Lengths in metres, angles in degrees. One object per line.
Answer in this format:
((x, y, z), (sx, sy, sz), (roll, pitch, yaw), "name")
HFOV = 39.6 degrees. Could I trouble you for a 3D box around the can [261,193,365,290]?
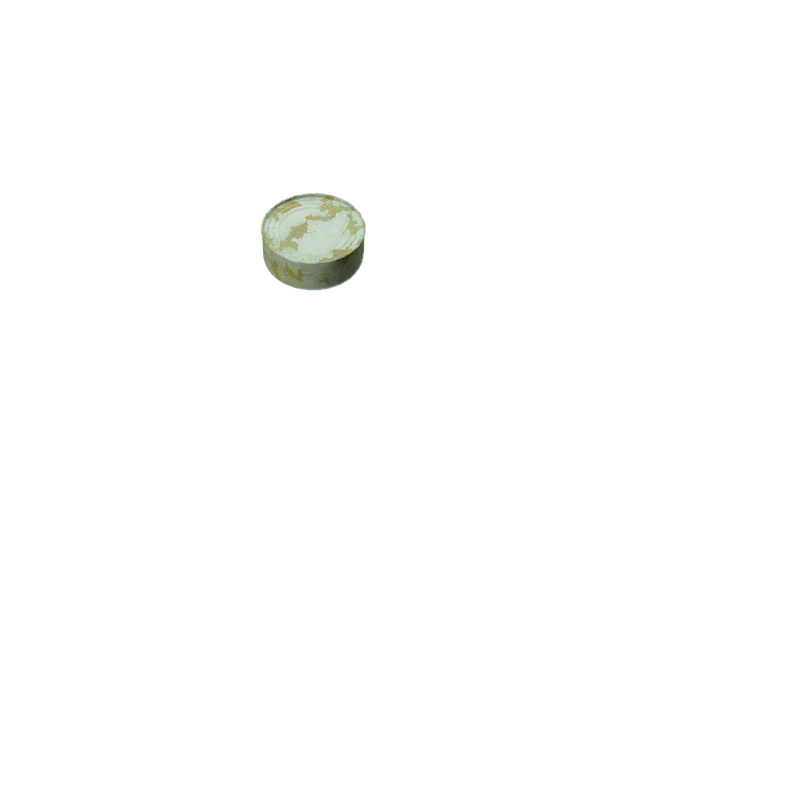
((-0.072, -0.131, 0.919), (0.086, 0.092, 0.031), (-1, -43, -1), "can")
